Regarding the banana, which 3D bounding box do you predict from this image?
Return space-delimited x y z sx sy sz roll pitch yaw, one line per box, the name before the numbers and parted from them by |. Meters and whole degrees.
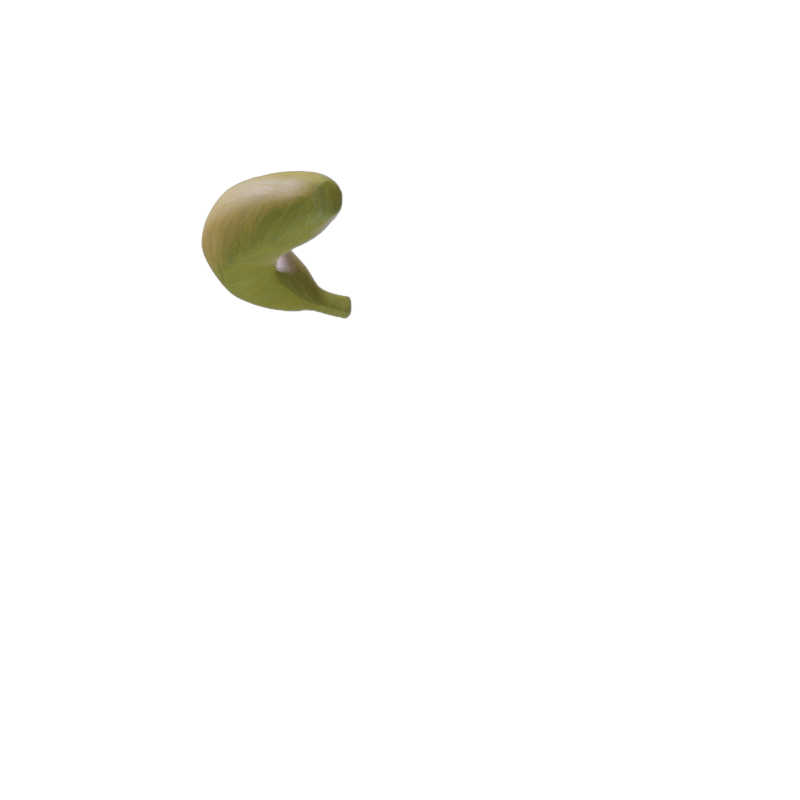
banana | -0.058 -0.072 0.514 0.070 0.038 0.192 0 -7 -1
